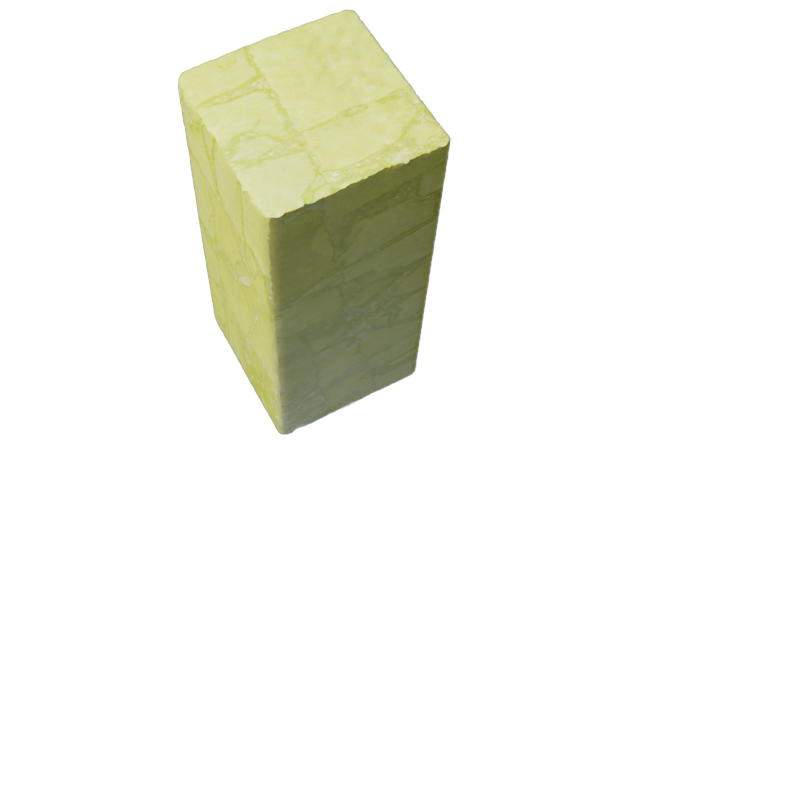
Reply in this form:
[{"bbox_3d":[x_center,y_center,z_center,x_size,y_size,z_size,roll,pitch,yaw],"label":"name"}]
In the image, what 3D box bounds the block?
[{"bbox_3d":[-0.044,-0.079,0.552,0.090,0.097,0.194,-25,-24,-16],"label":"block"}]
